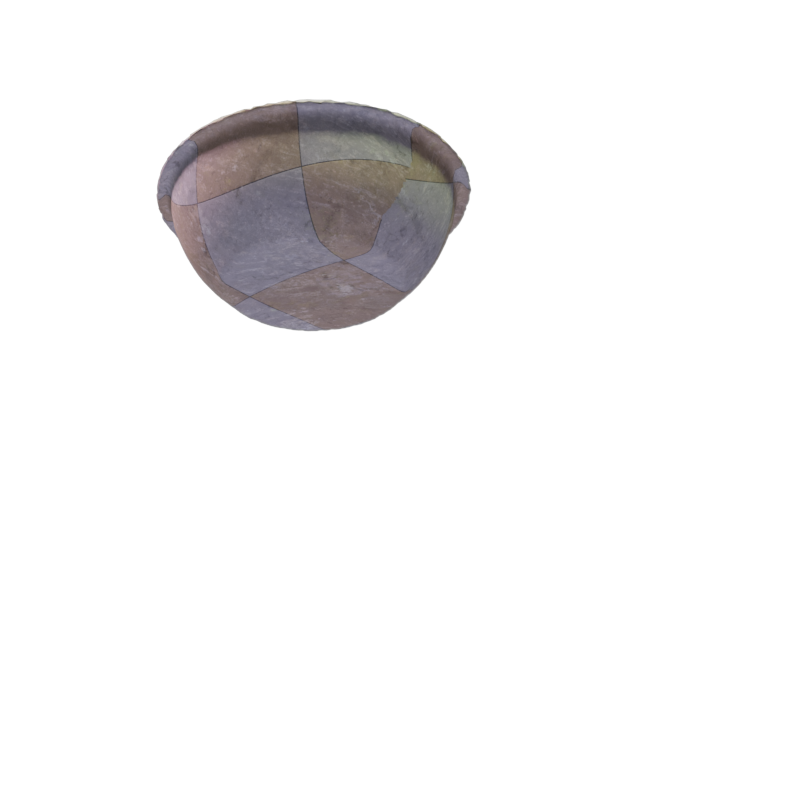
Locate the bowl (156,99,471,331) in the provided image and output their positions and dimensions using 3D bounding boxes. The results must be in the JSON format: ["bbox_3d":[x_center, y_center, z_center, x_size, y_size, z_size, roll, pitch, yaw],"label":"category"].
[{"bbox_3d":[-0.044,-0.080,0.560,0.162,0.058,0.153,1,-27,-2],"label":"bowl"}]
